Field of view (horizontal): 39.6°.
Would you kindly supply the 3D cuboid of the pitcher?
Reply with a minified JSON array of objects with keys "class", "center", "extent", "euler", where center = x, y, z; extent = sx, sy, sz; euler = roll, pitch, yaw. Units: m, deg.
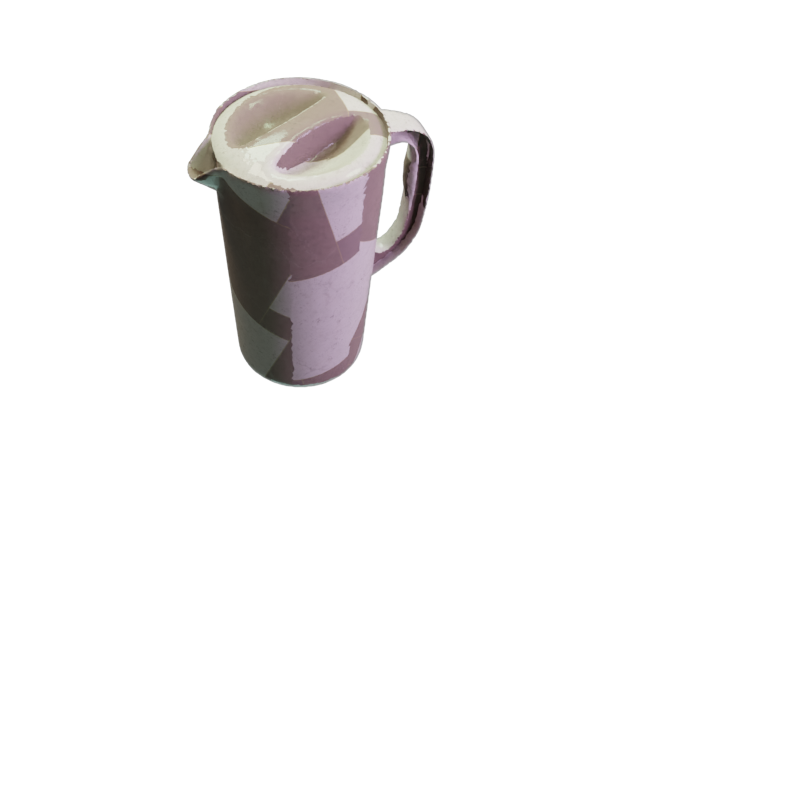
[{"class":"pitcher","center":[-0.069,-0.126,0.882],"extent":[0.154,0.150,0.226],"euler":[20,-39,14]}]
